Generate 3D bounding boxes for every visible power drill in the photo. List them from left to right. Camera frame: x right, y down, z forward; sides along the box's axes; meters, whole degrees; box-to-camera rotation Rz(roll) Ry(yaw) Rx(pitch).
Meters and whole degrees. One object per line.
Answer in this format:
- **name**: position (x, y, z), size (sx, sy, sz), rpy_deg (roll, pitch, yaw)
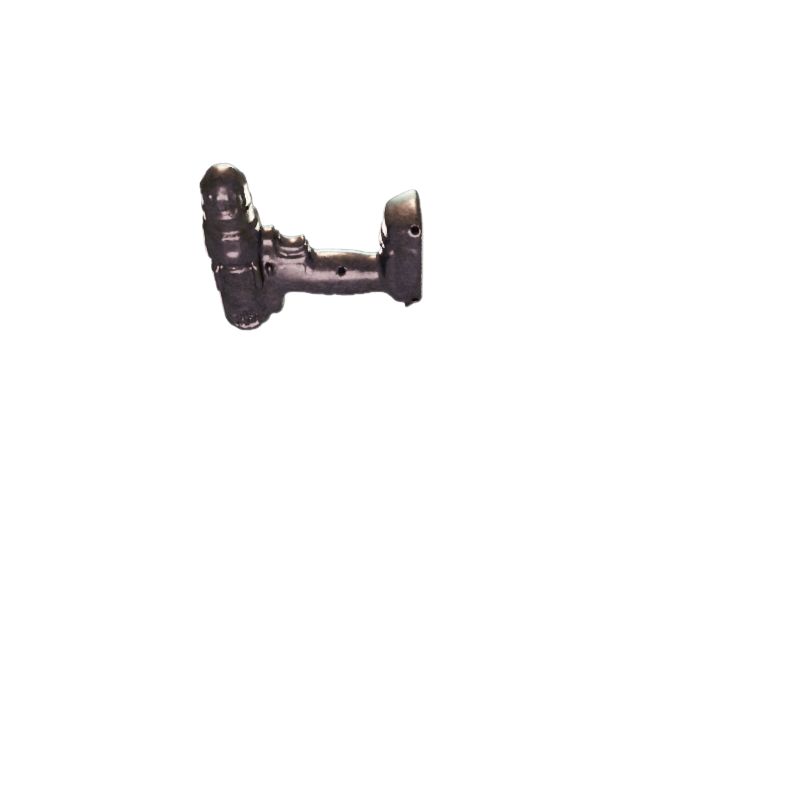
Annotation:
- **power drill**: position (-0.075, -0.137, 0.958), size (0.188, 0.062, 0.171), rpy_deg (-2, -39, 2)
